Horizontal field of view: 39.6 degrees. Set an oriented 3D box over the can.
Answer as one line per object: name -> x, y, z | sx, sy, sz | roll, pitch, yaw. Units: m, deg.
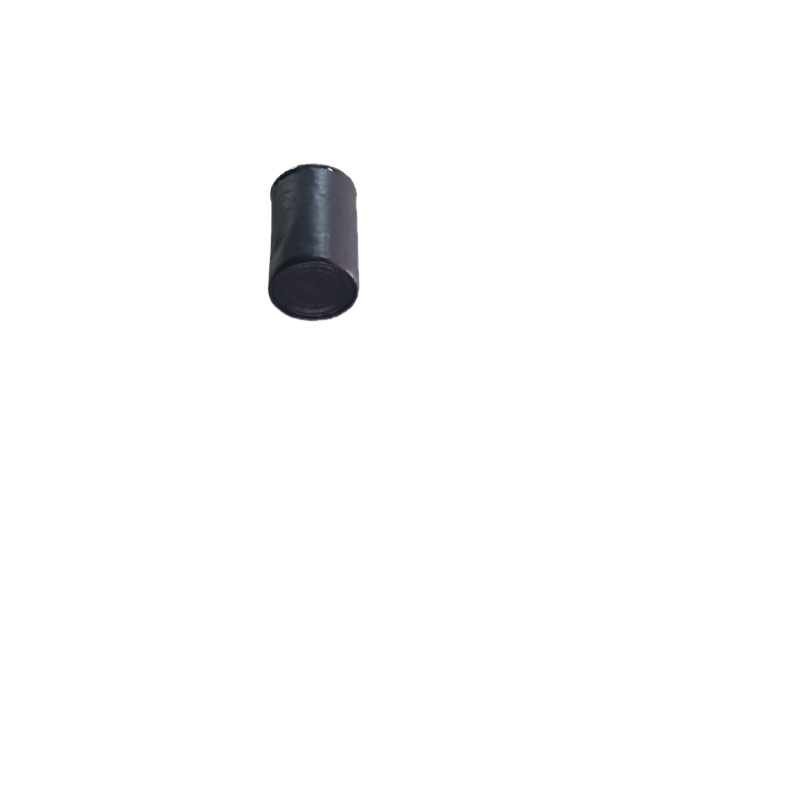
can -> -0.065, -0.119, 0.830 | 0.068, 0.110, 0.064 | -1, -40, -3
